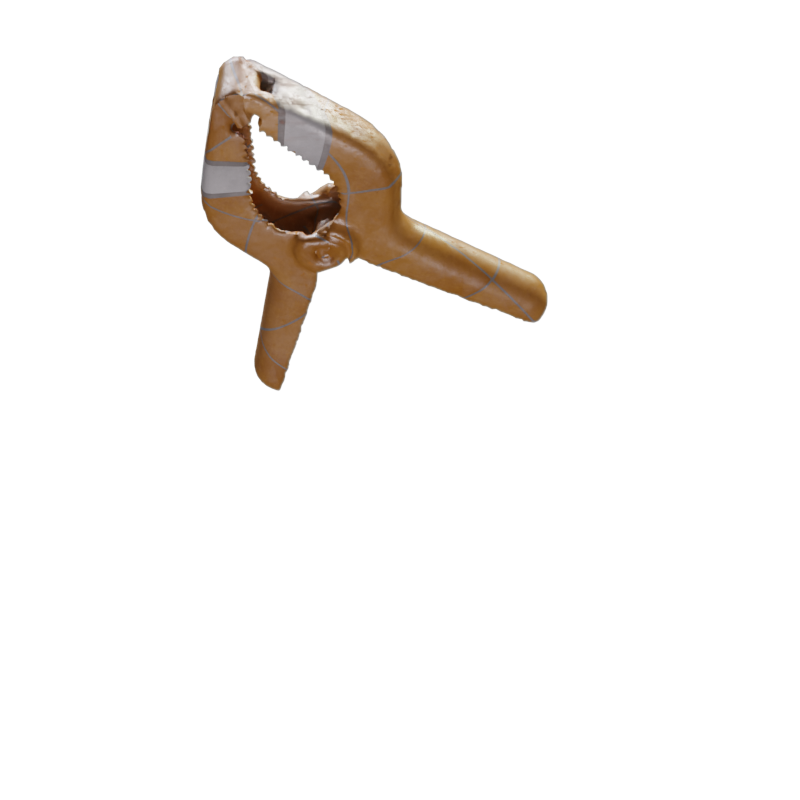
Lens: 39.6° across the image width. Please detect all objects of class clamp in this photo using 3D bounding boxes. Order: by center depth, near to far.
[{"bbox_3d":[-0.042,-0.077,0.542,0.165,0.039,0.194,-21,-44,23],"label":"clamp"}]
